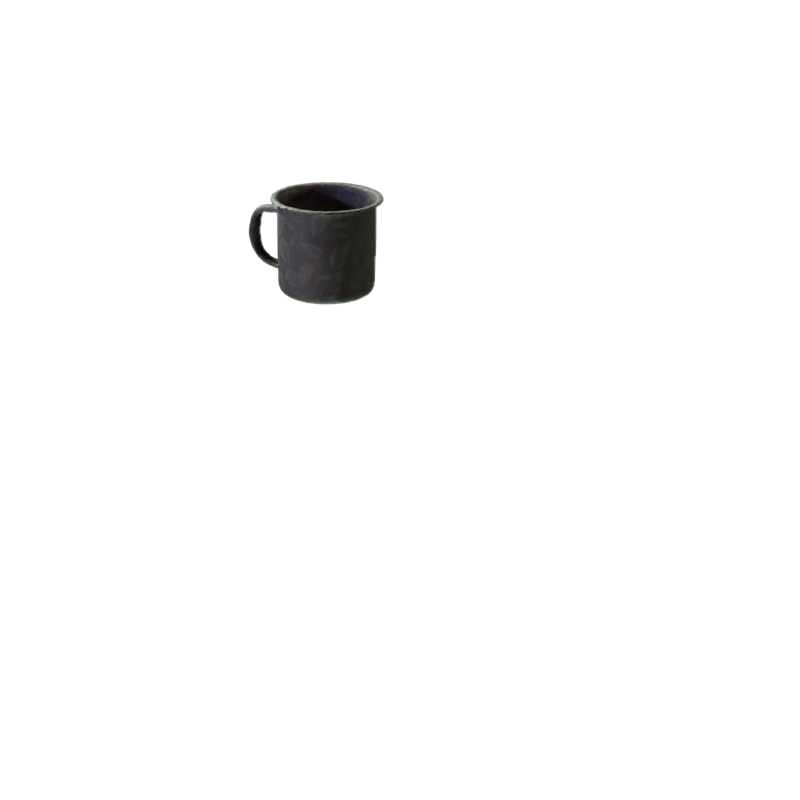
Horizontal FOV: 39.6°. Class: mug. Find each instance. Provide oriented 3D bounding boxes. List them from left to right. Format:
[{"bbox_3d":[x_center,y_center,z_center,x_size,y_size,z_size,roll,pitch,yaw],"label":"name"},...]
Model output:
[{"bbox_3d":[-0.072,-0.132,0.923,0.121,0.078,0.095,8,24,18],"label":"mug"}]
